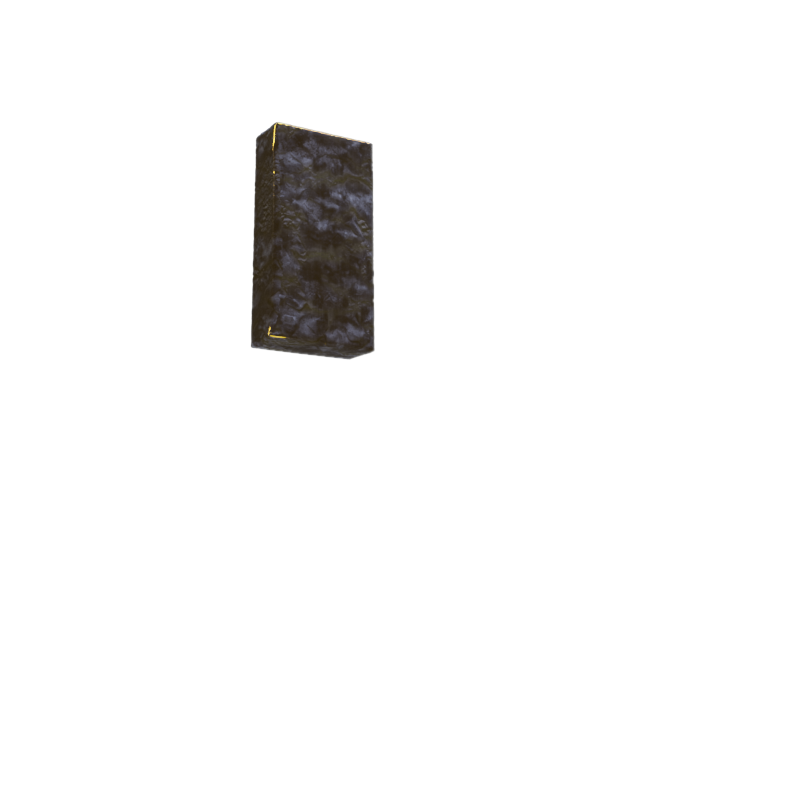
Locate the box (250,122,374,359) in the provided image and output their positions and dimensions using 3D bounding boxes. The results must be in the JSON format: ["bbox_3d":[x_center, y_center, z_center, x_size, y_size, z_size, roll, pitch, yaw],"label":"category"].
[{"bbox_3d":[-0.069,-0.126,0.885,0.089,0.184,0.048,9,-21,-29],"label":"box"}]
